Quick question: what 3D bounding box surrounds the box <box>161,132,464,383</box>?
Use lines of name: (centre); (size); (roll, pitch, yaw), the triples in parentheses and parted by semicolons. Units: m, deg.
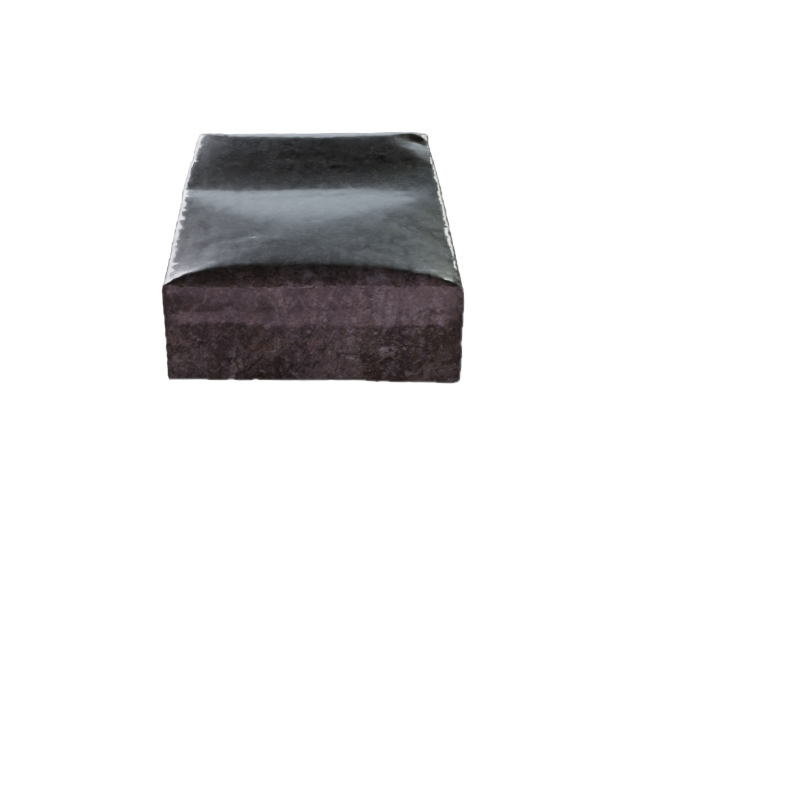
box: (-0.054, -0.098, 0.688); (0.164, 0.067, 0.228); (-1, 34, -2)
